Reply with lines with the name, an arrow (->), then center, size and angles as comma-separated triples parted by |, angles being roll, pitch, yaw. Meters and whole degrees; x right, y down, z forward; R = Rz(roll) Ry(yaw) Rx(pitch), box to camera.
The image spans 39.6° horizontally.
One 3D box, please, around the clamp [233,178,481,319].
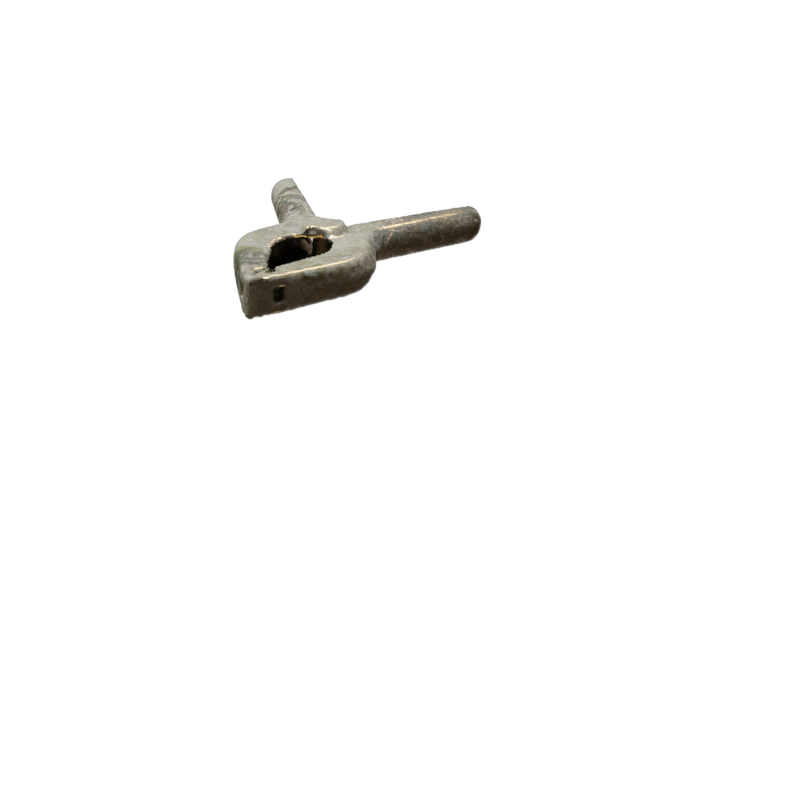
clamp -> -0.059, -0.108, 0.759 | 0.172, 0.035, 0.211 | 14, 30, 26
